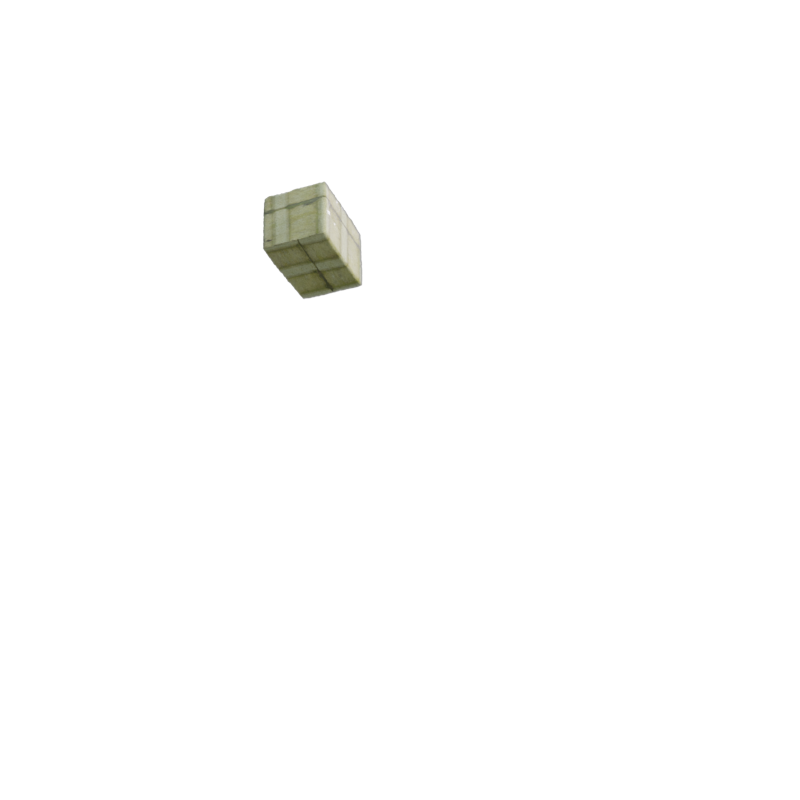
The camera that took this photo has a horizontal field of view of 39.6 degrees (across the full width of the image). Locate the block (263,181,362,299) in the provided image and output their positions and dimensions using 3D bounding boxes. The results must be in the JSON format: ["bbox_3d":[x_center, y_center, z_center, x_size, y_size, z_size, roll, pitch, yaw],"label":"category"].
[{"bbox_3d":[-0.067,-0.123,0.862,0.053,0.055,0.072,-13,-33,17],"label":"block"}]
